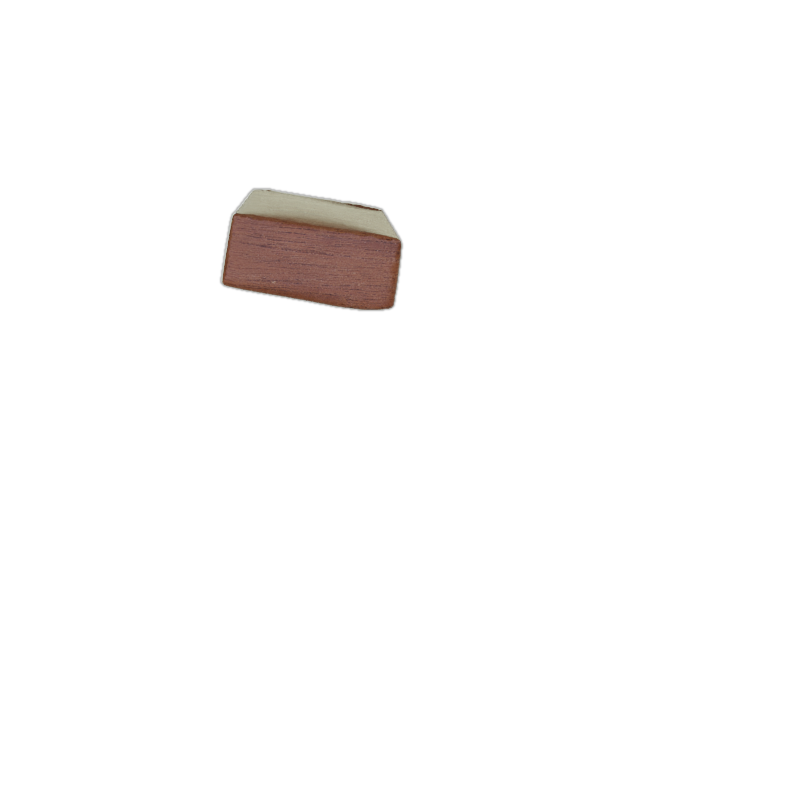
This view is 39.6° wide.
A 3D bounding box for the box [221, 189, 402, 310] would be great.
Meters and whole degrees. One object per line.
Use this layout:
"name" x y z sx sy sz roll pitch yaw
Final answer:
"box" -0.052 -0.095 0.664 0.093 0.047 0.182 8 16 -6
